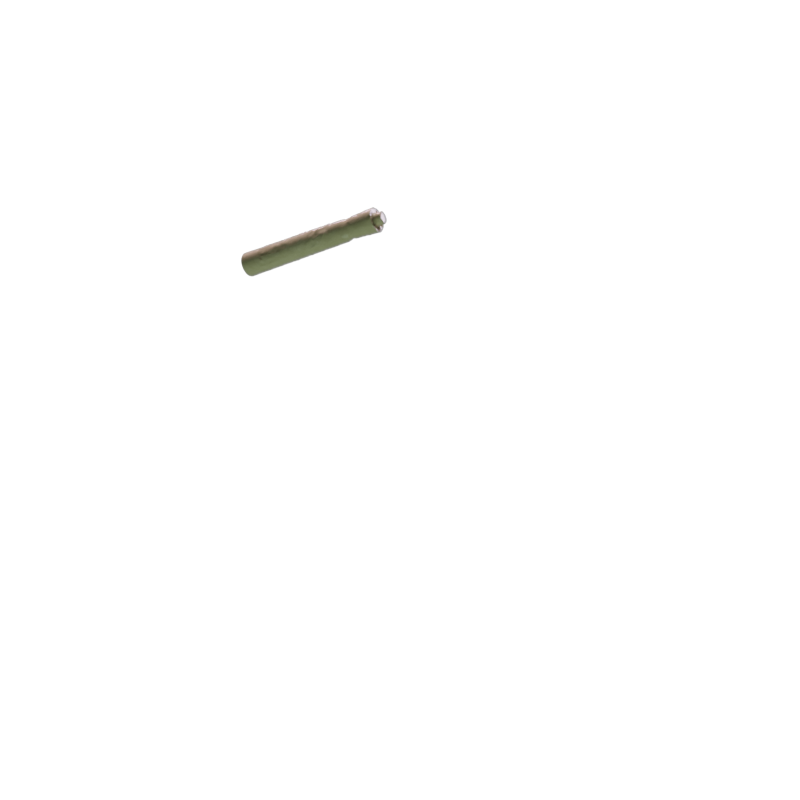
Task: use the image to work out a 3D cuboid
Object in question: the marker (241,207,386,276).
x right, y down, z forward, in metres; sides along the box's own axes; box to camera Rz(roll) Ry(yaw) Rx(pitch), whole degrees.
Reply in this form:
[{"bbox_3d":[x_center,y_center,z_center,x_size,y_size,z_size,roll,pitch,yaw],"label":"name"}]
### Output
[{"bbox_3d":[-0.064,-0.116,0.814,0.123,0.020,0.019,-15,-4,29],"label":"marker"}]
